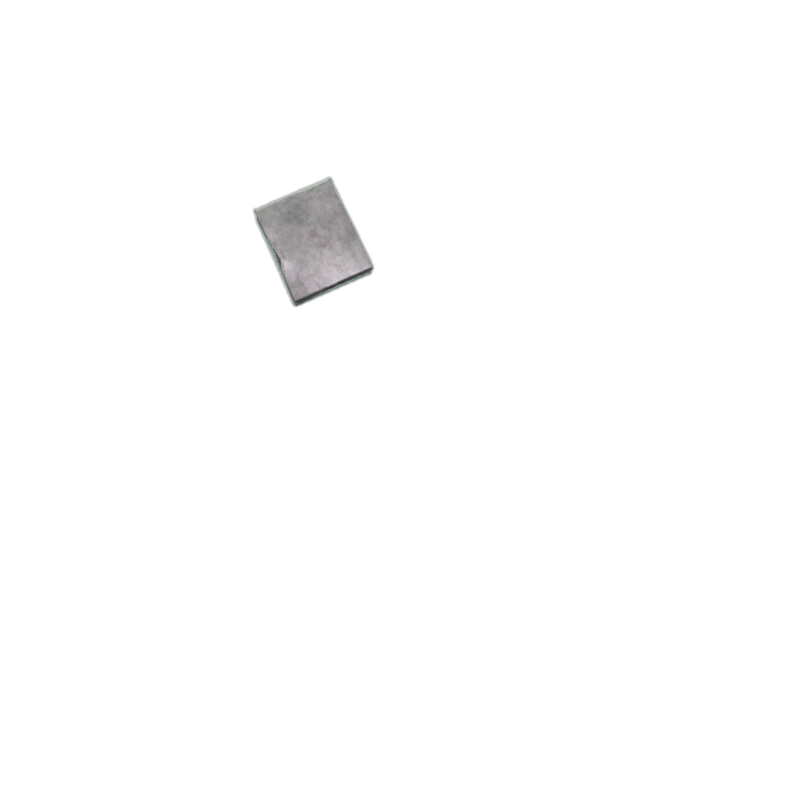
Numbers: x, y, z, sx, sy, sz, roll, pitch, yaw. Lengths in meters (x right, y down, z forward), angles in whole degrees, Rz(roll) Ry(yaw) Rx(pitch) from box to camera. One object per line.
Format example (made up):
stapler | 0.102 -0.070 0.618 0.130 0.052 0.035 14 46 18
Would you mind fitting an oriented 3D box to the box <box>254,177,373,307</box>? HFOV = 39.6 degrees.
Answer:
box | -0.074 -0.135 0.943 0.073 0.092 0.029 -24 -11 -5
